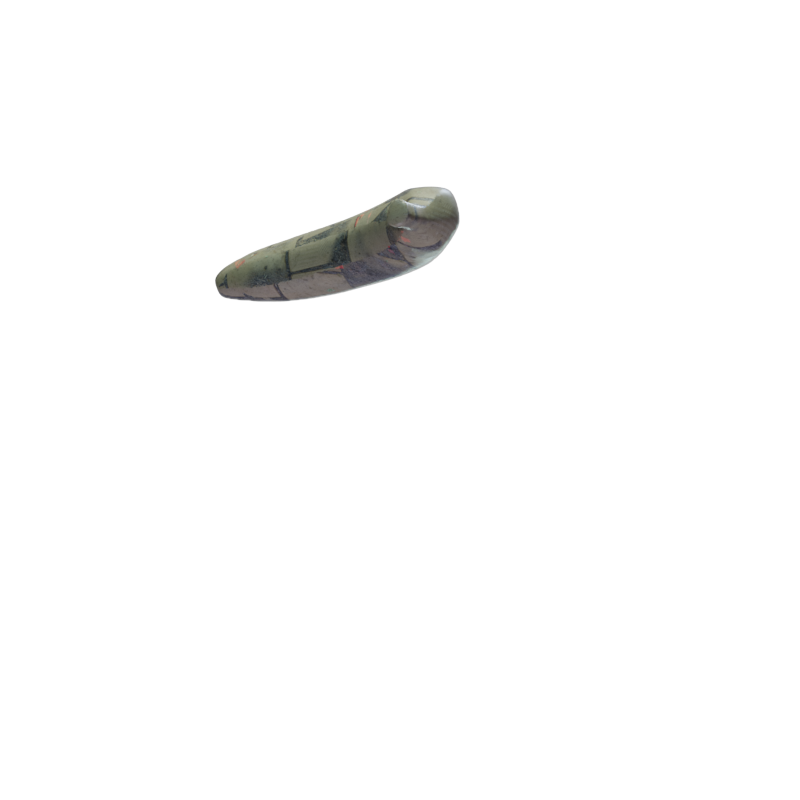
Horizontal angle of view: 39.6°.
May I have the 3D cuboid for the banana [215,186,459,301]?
[{"bbox_3d":[-0.027,-0.081,0.578,0.067,0.038,0.200,6,-10,-32],"label":"banana"}]
